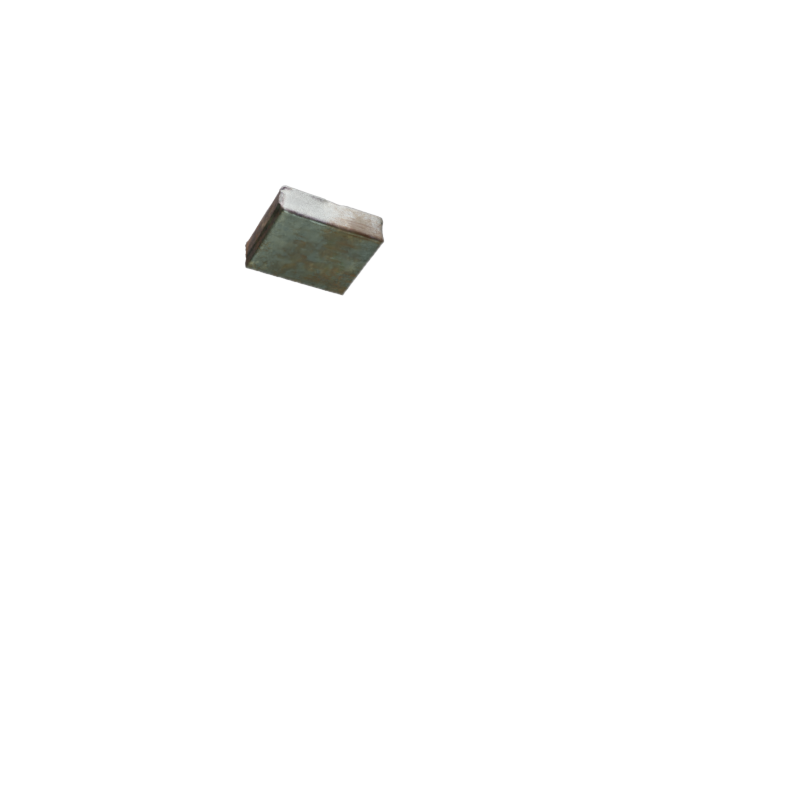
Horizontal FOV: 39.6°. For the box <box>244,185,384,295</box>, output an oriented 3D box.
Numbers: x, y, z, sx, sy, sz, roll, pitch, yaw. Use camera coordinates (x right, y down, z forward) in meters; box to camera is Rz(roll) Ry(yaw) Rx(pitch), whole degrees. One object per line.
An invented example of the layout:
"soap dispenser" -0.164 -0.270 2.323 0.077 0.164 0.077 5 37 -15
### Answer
"box" -0.068 -0.124 0.870 0.086 0.032 0.071 16 -41 -20
